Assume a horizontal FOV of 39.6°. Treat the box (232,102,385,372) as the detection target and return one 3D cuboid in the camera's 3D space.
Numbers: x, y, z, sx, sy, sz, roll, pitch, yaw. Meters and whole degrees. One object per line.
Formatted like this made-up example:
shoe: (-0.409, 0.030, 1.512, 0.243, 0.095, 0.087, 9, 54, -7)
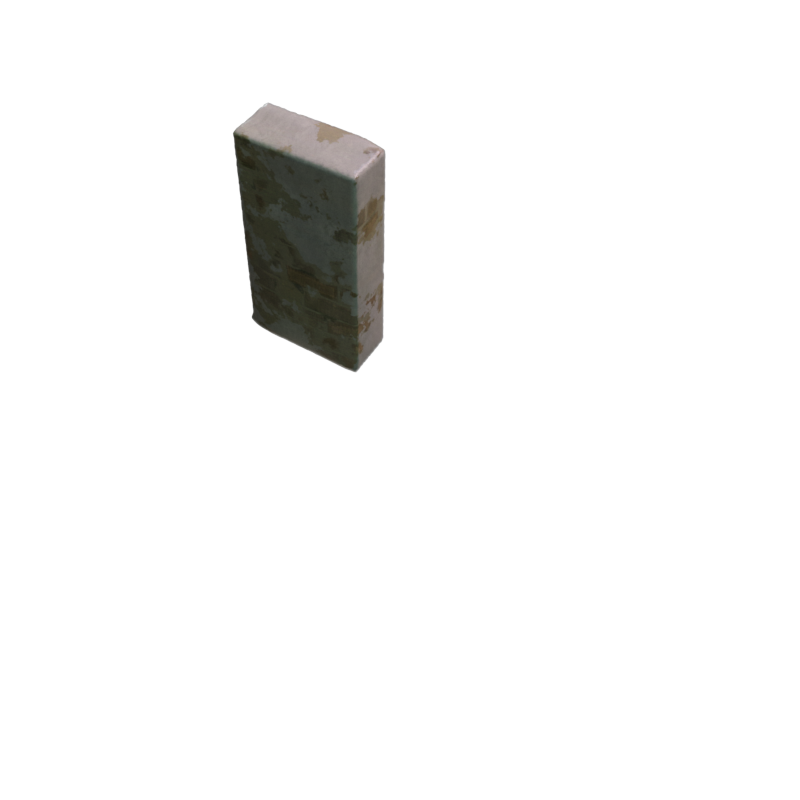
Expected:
box: (-0.058, -0.106, 0.742, 0.098, 0.164, 0.049, 26, 49, 21)
